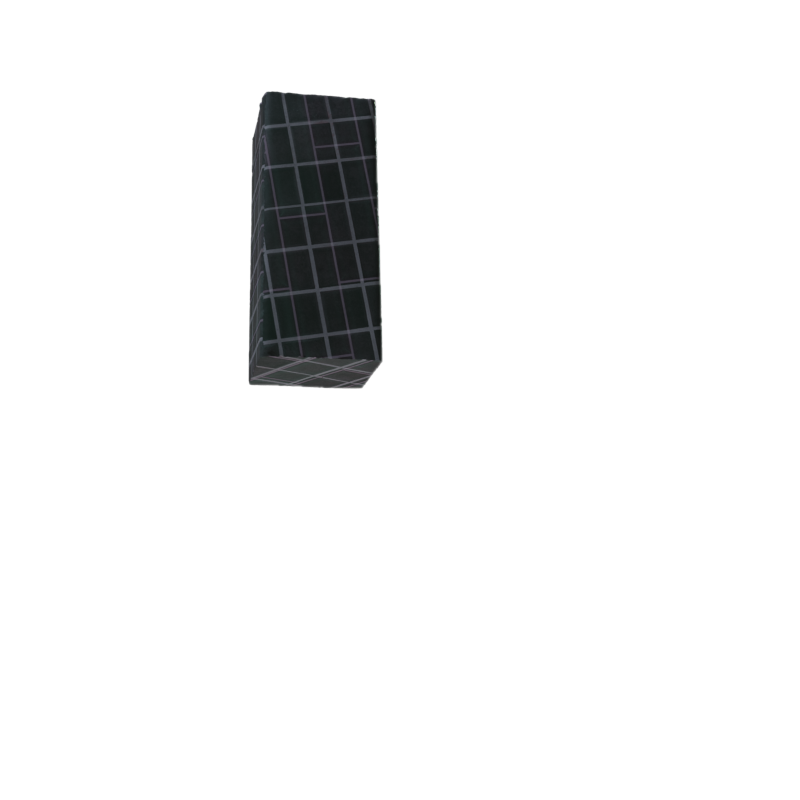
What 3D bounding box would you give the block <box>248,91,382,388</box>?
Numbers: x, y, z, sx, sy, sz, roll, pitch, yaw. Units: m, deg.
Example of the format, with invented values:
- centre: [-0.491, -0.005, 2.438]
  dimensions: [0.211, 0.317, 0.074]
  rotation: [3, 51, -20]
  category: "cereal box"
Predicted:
- centre: [-0.067, -0.121, 0.846]
  dimensions: [0.089, 0.216, 0.088]
  rotation: [2, -19, -10]
  category: "block"
